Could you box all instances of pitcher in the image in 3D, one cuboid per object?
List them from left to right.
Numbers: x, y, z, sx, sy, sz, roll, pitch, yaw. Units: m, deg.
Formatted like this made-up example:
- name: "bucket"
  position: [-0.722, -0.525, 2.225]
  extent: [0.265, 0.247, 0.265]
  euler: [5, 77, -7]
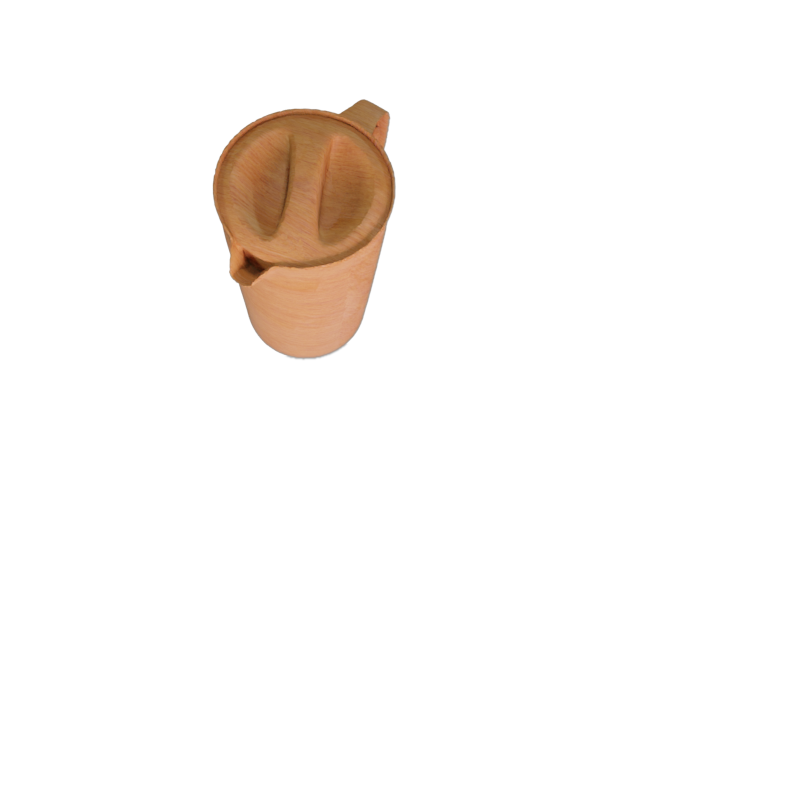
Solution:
- name: "pitcher"
  position: [-0.071, -0.130, 0.911]
  extent: [0.148, 0.153, 0.232]
  euler: [-11, -19, -7]
